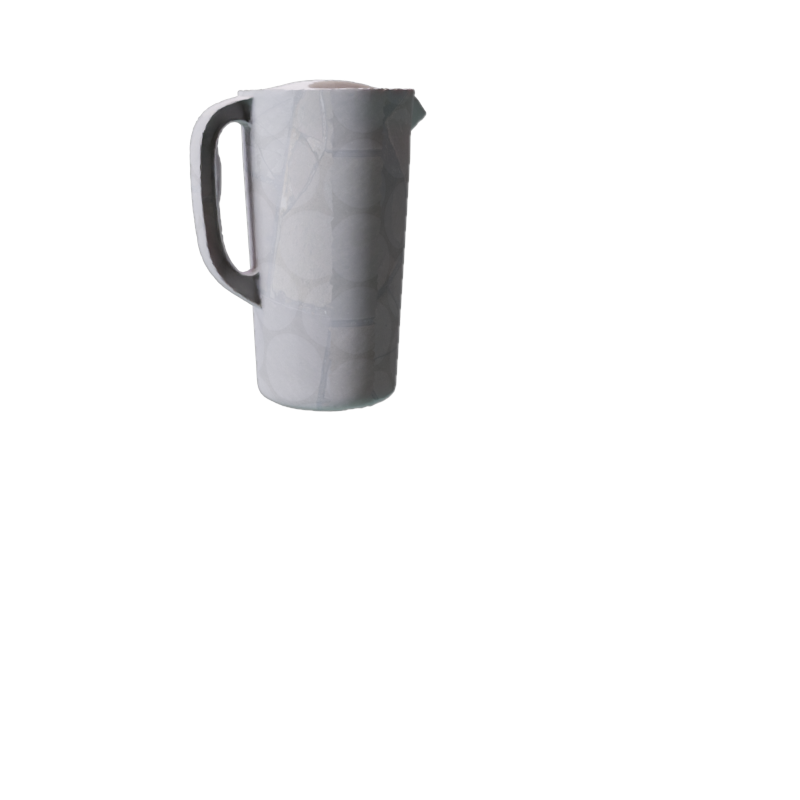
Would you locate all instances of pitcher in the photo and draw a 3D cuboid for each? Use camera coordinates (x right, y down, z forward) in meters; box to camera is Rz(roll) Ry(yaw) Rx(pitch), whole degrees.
[{"bbox_3d":[-0.066,-0.120,0.840,0.153,0.239,0.144,3,9,16],"label":"pitcher"}]
